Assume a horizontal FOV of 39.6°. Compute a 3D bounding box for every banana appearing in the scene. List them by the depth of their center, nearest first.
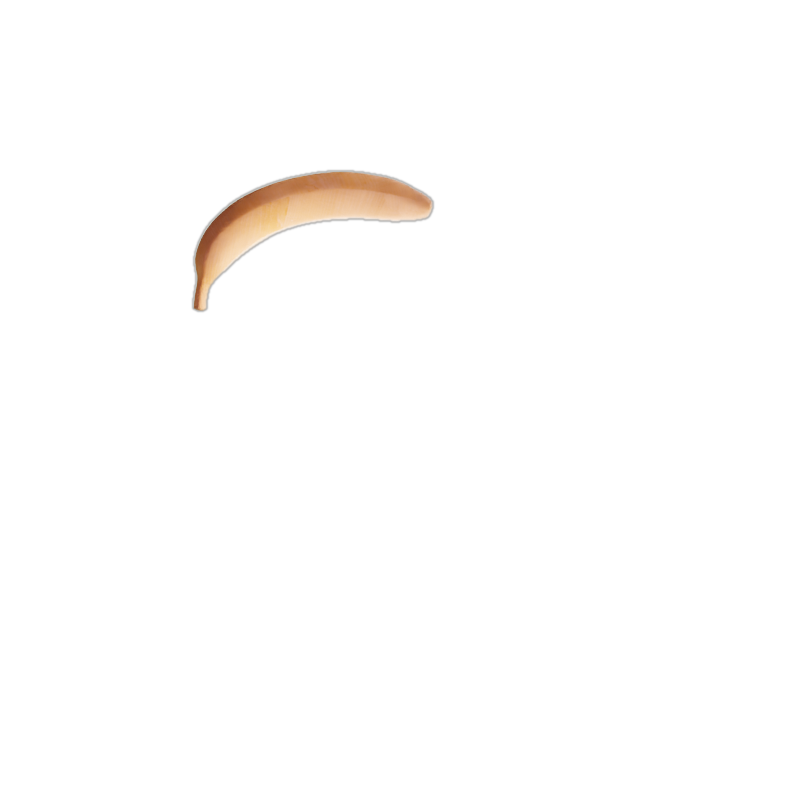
[{"bbox_3d":[-0.076,-0.135,0.840,0.198,0.068,0.038,-22,9,3],"label":"banana"}]
